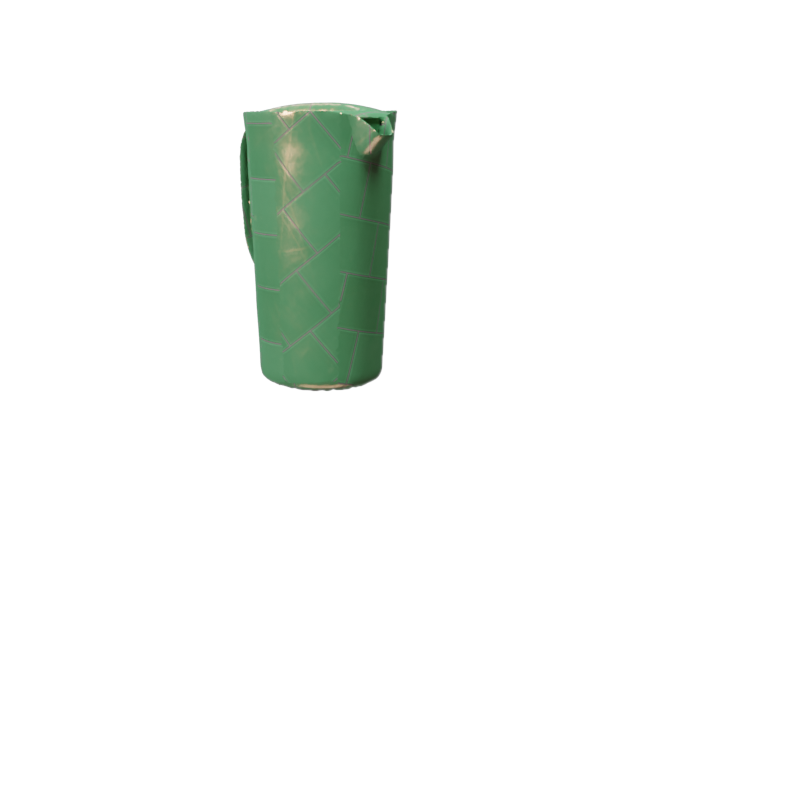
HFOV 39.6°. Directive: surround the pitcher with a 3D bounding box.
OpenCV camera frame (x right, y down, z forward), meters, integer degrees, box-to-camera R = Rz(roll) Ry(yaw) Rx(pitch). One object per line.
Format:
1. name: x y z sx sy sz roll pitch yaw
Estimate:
1. pitcher: -0.077 -0.140 0.978 0.145 0.239 0.152 1 9 1
